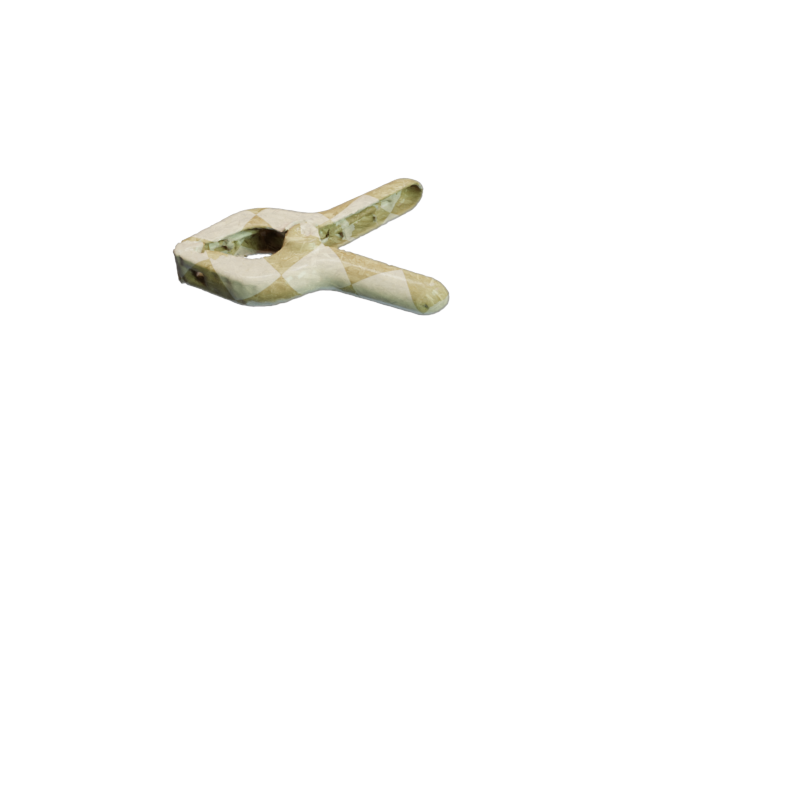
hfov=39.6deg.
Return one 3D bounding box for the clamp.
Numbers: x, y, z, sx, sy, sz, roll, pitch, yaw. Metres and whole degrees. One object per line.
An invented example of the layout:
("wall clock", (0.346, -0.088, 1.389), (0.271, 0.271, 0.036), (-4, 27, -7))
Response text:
("clamp", (-0.056, -0.101, 0.710), (0.172, 0.037, 0.128), (2, 39, 3))
